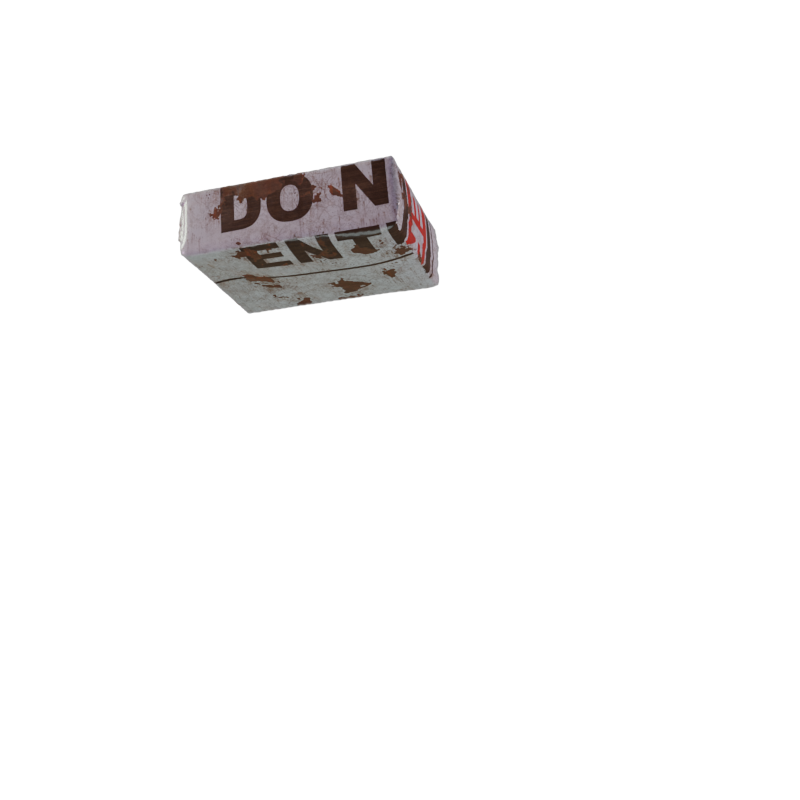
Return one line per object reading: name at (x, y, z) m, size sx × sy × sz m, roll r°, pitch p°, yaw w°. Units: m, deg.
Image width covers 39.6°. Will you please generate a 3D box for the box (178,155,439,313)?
box at (-0.045, -0.081, 0.569) m, size 0.115 × 0.041 × 0.084 m, roll -5°, pitch -17°, yaw 16°
